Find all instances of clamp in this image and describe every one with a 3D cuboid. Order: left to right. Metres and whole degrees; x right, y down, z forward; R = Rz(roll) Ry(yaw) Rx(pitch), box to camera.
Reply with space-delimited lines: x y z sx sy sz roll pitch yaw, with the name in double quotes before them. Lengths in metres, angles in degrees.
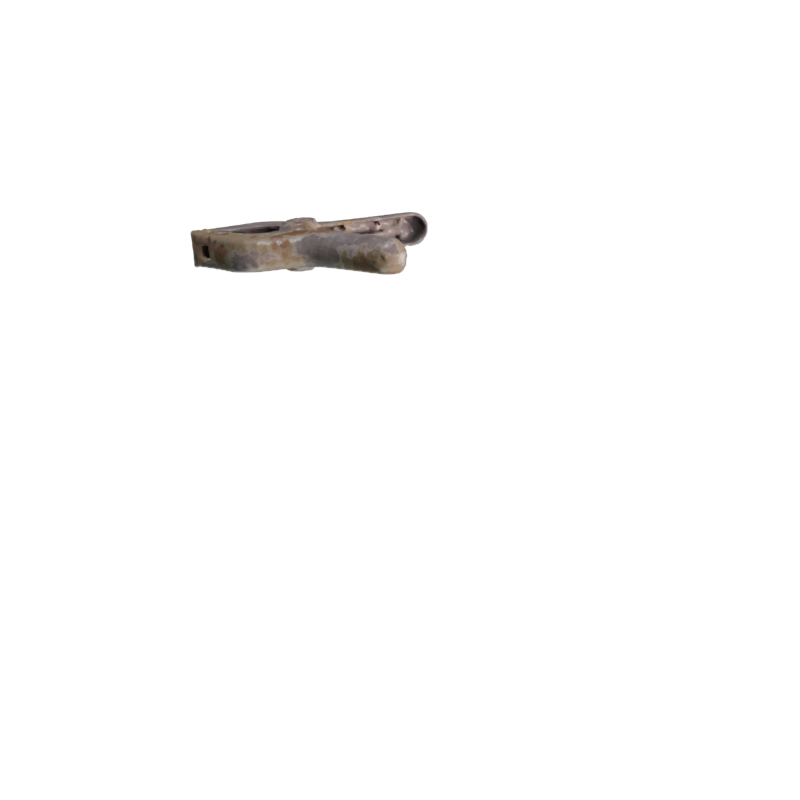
"clamp" -0.062 -0.114 0.798 0.176 0.038 0.119 5 14 20
